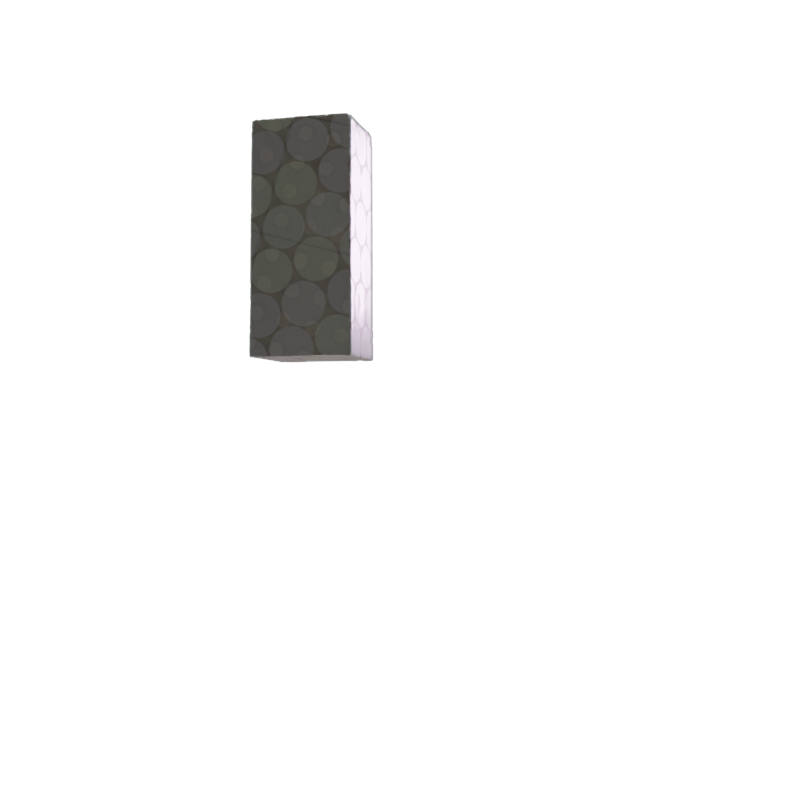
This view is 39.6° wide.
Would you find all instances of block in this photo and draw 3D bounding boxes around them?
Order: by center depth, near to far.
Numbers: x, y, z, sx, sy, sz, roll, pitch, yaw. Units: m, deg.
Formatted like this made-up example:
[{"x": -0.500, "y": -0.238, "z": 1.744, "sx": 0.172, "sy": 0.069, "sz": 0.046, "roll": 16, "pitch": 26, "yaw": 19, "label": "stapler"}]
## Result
[{"x": -0.076, "y": -0.140, "z": 0.978, "sx": 0.092, "sy": 0.211, "sz": 0.087, "roll": -2, "pitch": -8, "yaw": 14, "label": "block"}]
